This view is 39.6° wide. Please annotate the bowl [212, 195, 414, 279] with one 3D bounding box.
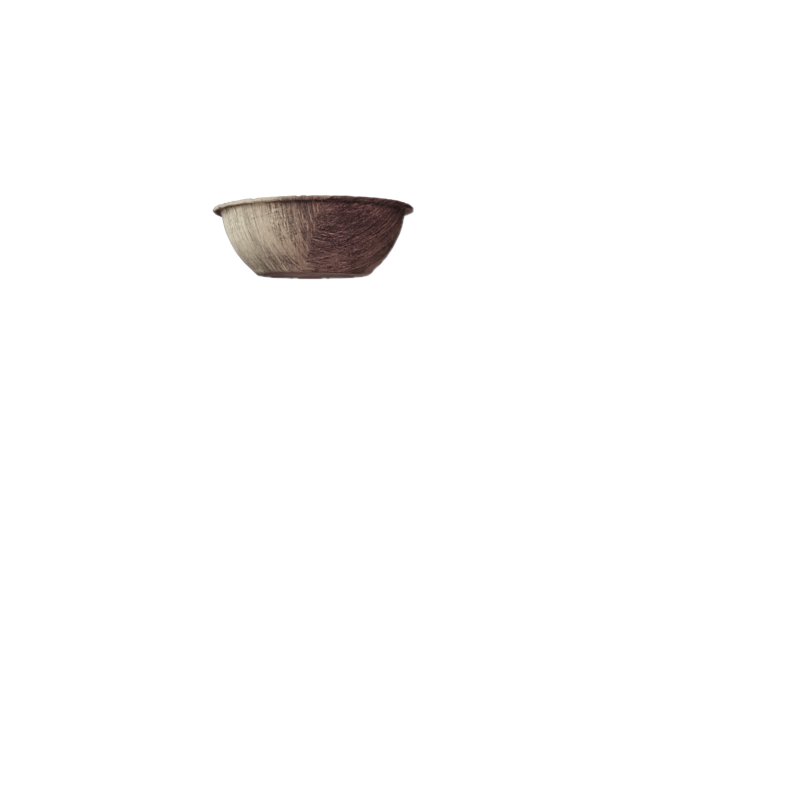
[{"bbox_3d":[-0.070,-0.127,0.890,0.162,0.055,0.162,0,2,-2],"label":"bowl"}]
